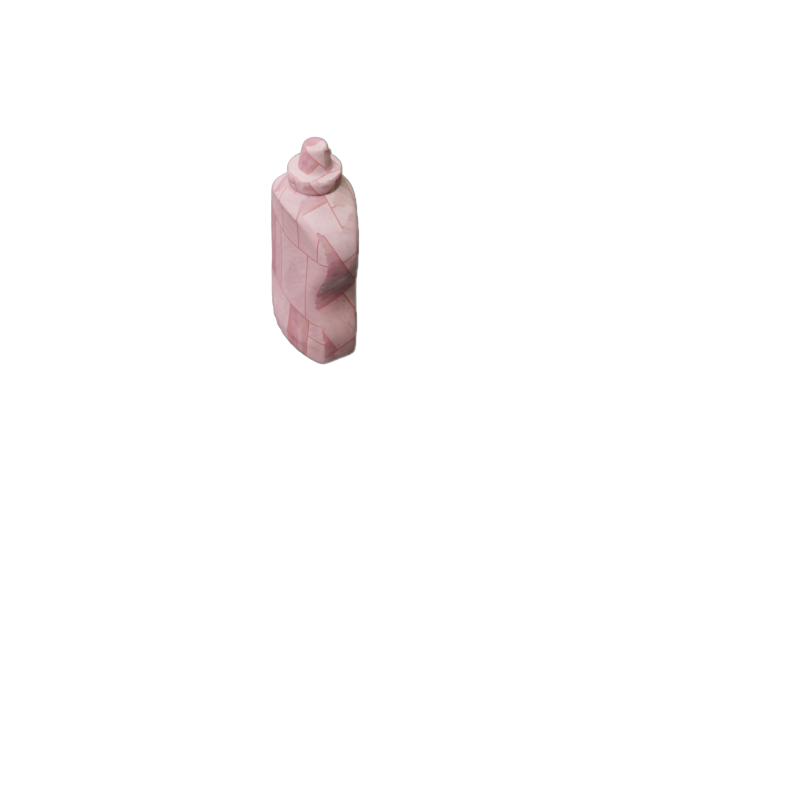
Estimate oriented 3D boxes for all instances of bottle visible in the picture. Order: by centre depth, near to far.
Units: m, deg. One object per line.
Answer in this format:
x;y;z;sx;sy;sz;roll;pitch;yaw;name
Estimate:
-0.067;-0.123;0.863;0.058;0.179;0.104;-18;50;-20;bottle
